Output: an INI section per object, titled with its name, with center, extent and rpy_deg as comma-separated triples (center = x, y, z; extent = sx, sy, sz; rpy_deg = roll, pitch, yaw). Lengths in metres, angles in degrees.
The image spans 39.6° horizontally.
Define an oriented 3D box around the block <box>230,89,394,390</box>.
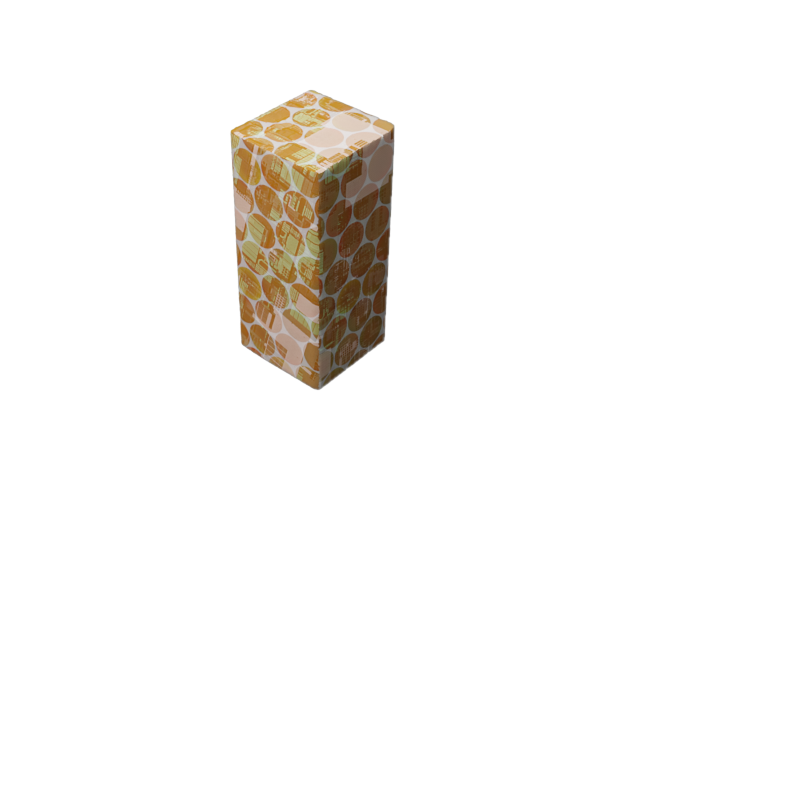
[block]
center = -0.068, -0.124, 0.871
extent = 0.096, 0.193, 0.091
rpy_deg = 30, 46, 29
